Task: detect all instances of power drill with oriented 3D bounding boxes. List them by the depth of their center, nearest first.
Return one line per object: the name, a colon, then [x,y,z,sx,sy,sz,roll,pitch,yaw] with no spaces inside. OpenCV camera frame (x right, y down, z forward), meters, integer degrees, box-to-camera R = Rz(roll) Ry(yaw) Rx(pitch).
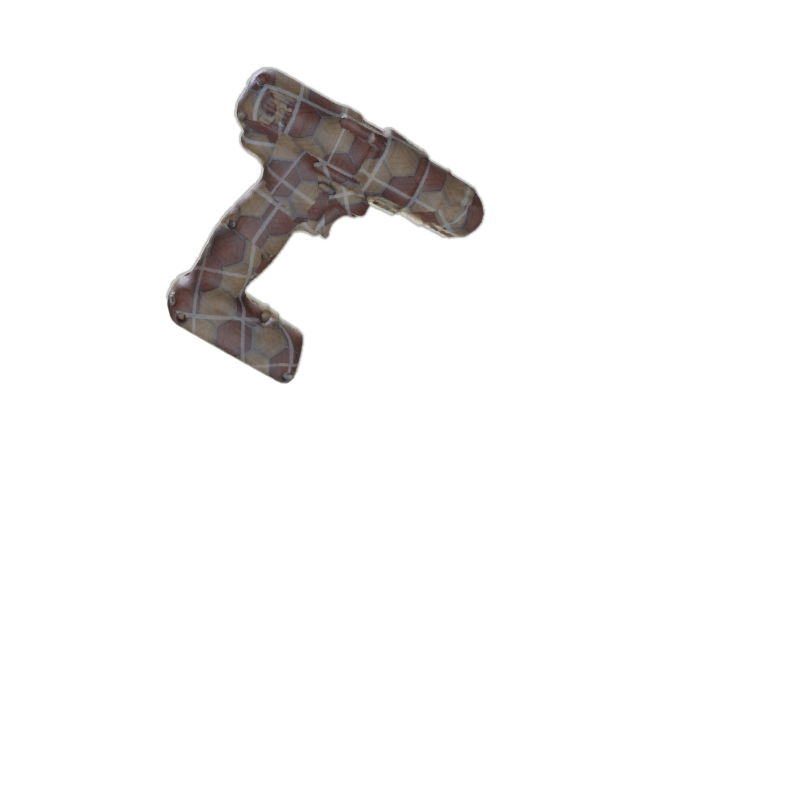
power drill: [-0.060,-0.109,0.761,0.182,0.185,0.059,30,11,-7]
